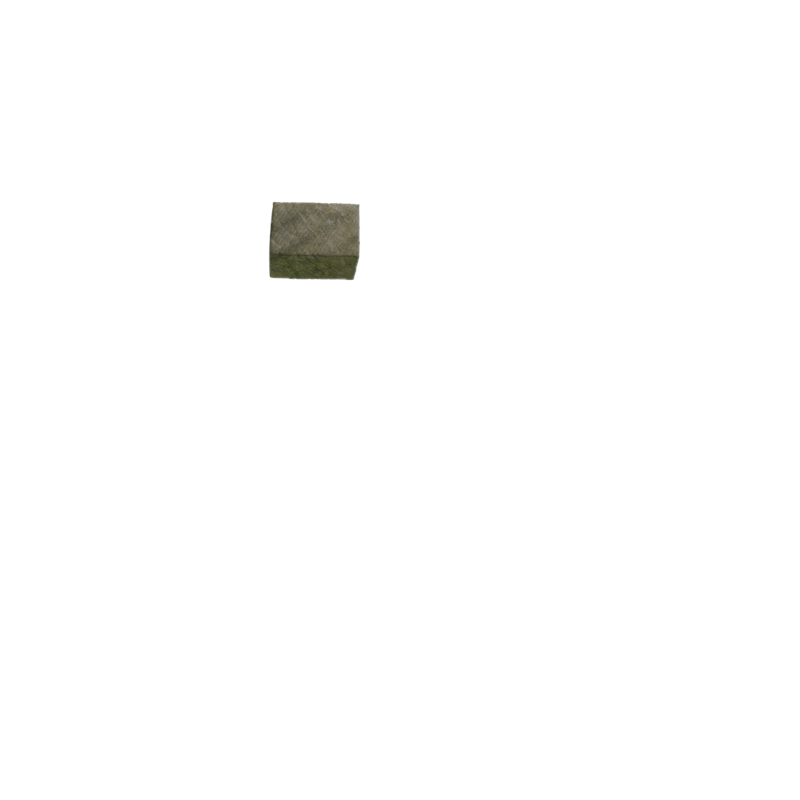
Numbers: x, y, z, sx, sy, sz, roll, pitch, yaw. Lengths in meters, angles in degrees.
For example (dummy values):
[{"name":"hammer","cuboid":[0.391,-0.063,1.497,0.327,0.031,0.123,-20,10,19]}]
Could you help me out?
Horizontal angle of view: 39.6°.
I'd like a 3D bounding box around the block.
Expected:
[{"name":"block","cuboid":[-0.076,-0.138,0.967,0.077,0.054,0.050,1,-21,-5]}]
